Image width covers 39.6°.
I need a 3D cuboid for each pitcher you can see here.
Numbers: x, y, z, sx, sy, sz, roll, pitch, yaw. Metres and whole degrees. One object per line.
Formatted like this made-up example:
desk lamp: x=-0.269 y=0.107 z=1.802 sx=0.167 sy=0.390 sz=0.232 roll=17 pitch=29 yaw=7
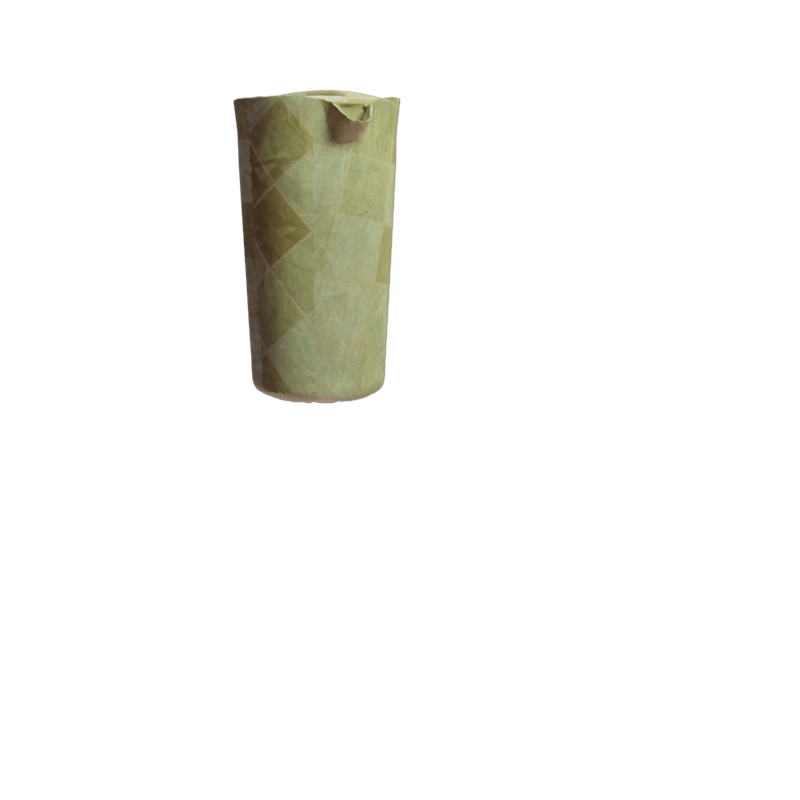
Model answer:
pitcher: x=-0.071 y=-0.129 z=0.902 sx=0.149 sy=0.240 sz=0.147 roll=3 pitch=7 yaw=19
